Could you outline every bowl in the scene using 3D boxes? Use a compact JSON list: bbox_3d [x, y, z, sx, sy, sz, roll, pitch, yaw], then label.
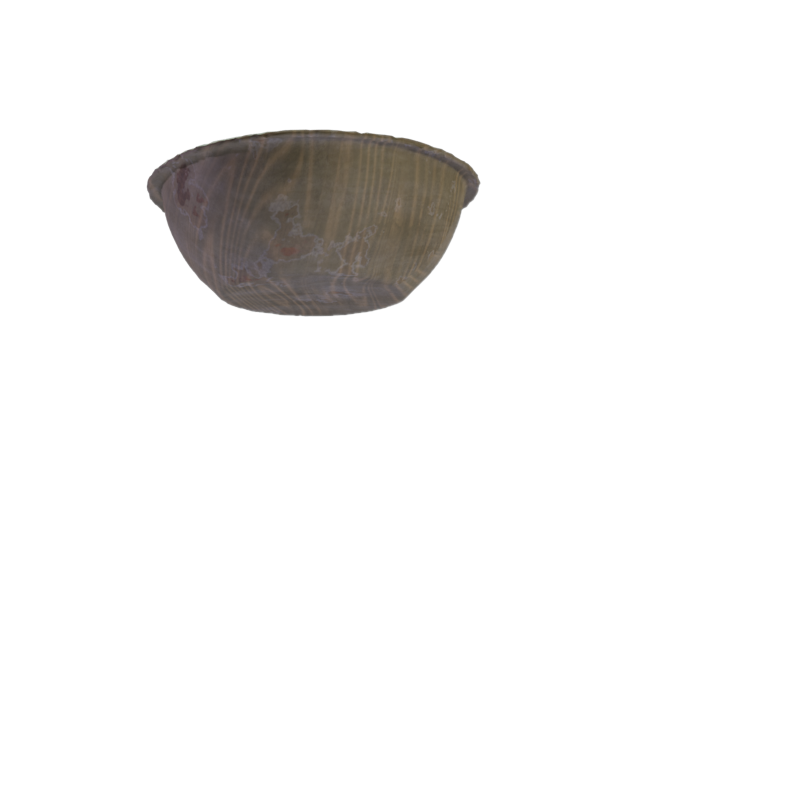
[{"bbox_3d":[-0.042,-0.077,0.536,0.162,0.057,0.157,0,-9,-2],"label":"bowl"}]
